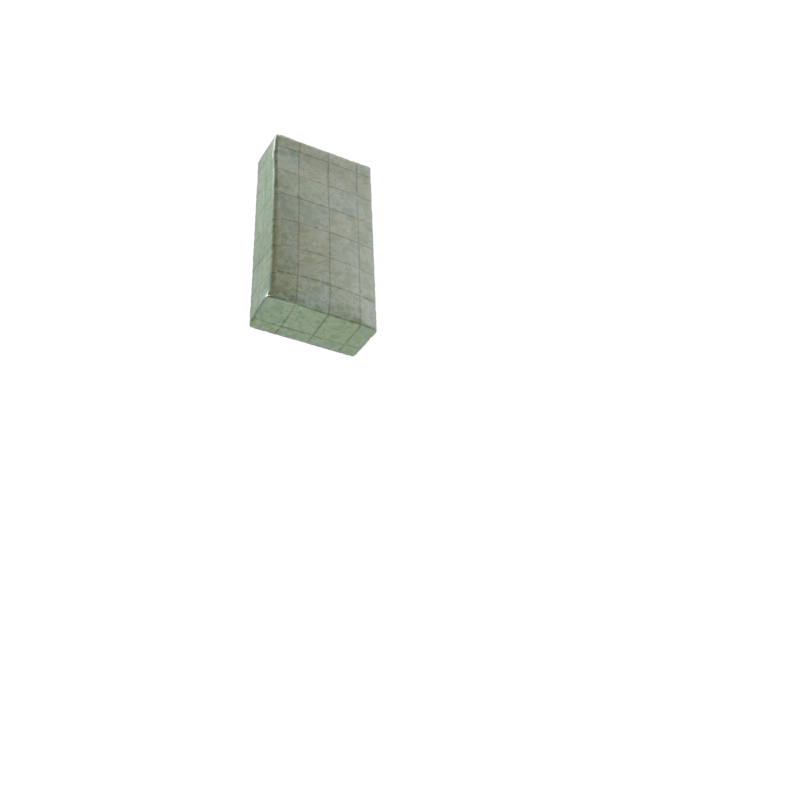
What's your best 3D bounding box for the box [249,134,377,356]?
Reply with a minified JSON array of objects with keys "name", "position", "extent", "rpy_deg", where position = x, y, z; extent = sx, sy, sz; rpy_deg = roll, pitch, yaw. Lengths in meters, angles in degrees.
[{"name":"box","position":[-0.070,-0.128,0.895],"extent":[0.090,0.189,0.046],"rpy_deg":[16,-43,-22]}]
